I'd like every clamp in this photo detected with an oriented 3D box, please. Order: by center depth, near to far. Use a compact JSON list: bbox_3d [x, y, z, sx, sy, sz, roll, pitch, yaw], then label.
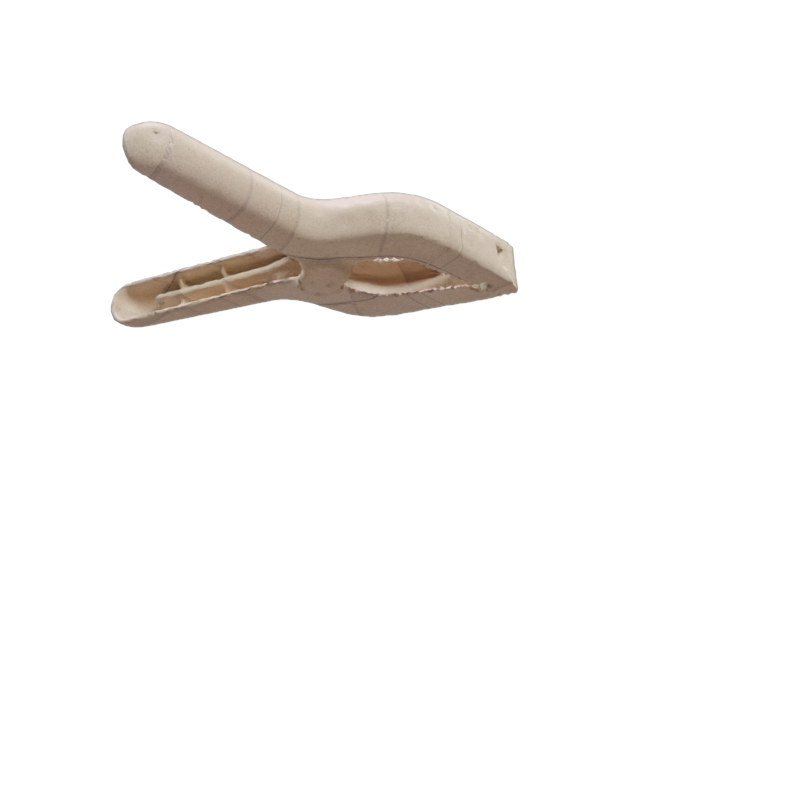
[{"bbox_3d":[-0.043,-0.078,0.544,0.209,0.039,0.156,2,-24,-5],"label":"clamp"}]
